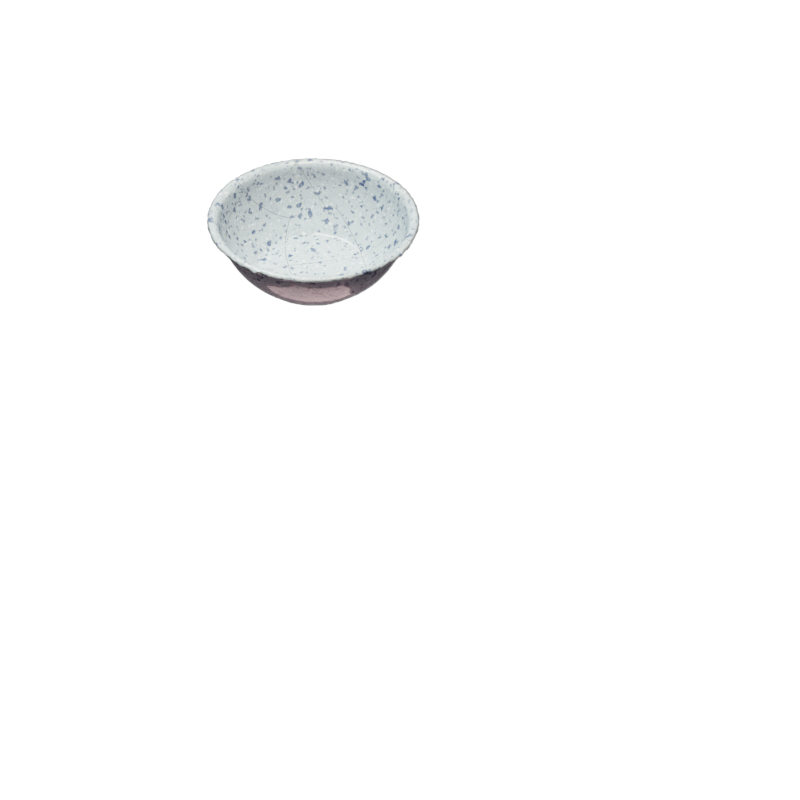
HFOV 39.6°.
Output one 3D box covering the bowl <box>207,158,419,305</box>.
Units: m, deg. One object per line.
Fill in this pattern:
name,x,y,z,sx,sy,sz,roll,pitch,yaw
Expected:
bowl,-0.067,-0.123,0.860,0.162,0.051,0.174,-1,42,-2
